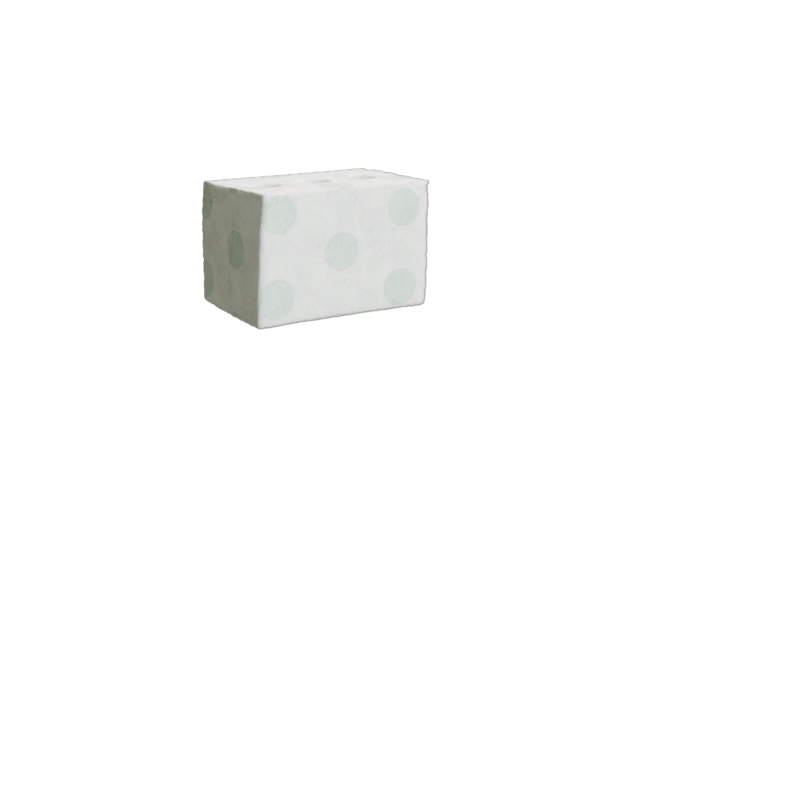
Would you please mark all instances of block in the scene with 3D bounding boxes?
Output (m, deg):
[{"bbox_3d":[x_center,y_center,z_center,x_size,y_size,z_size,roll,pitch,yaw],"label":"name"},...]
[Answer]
[{"bbox_3d":[-0.035,-0.064,0.446,0.076,0.050,0.056,-11,19,-32],"label":"block"}]
